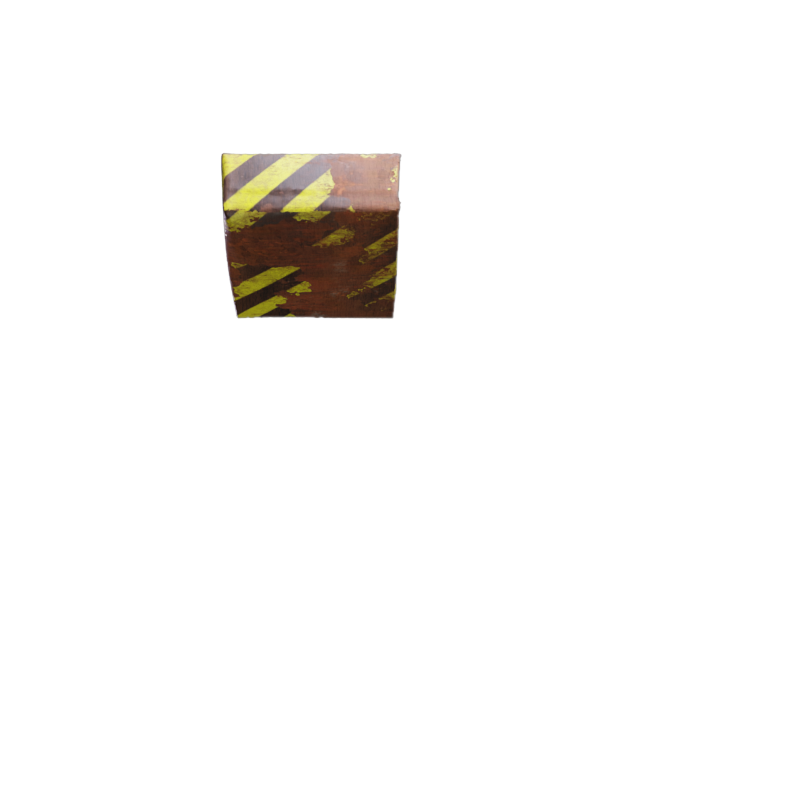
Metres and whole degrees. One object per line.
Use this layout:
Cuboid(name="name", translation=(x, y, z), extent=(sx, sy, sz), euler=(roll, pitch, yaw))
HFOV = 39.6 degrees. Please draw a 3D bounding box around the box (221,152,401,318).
Cuboid(name="box", translation=(-0.046, -0.083, 0.581), extent=(0.090, 0.041, 0.107), euler=(0, -25, -1))
